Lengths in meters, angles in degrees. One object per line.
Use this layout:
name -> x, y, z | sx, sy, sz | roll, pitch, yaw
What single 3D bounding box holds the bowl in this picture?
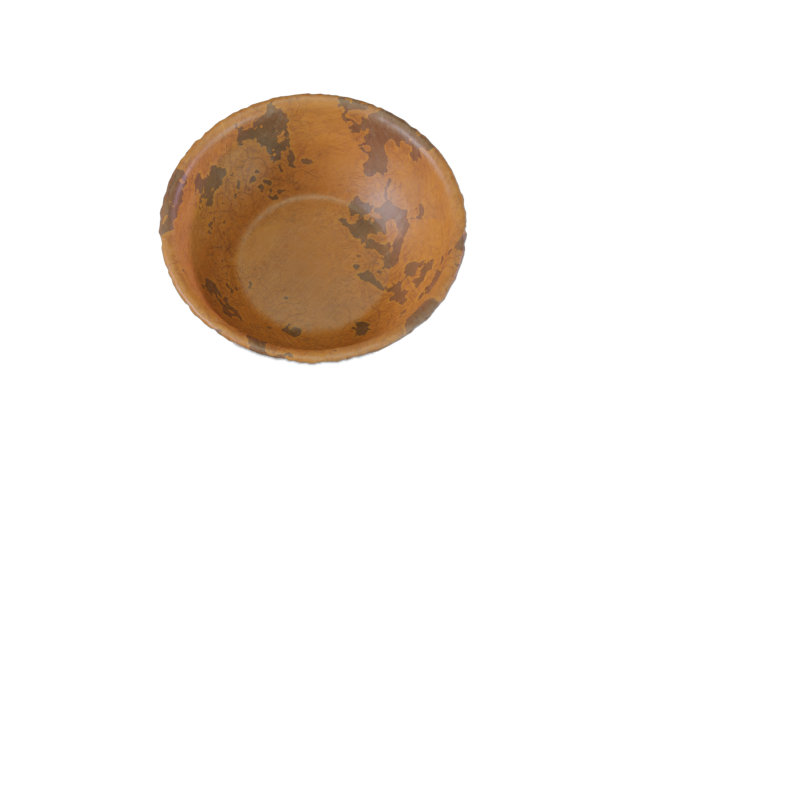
bowl -> -0.047, -0.086, 0.605 | 0.162, 0.172, 0.052 | -1, -25, -1
